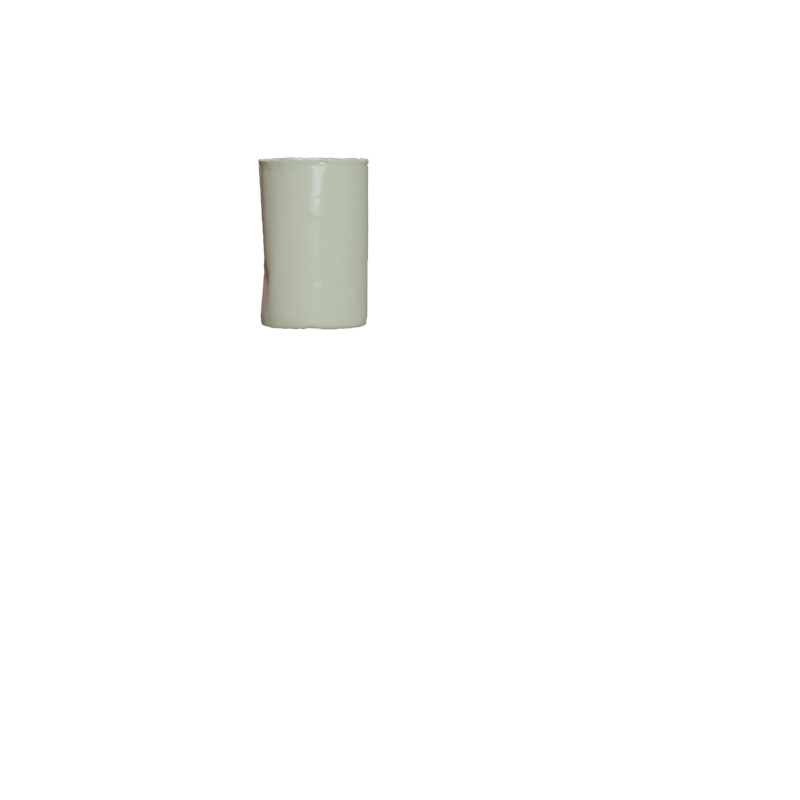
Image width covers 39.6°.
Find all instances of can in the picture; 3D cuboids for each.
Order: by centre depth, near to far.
[{"bbox_3d":[-0.053,-0.097,0.682,0.068,0.101,0.069,0,5,-2],"label":"can"}]
